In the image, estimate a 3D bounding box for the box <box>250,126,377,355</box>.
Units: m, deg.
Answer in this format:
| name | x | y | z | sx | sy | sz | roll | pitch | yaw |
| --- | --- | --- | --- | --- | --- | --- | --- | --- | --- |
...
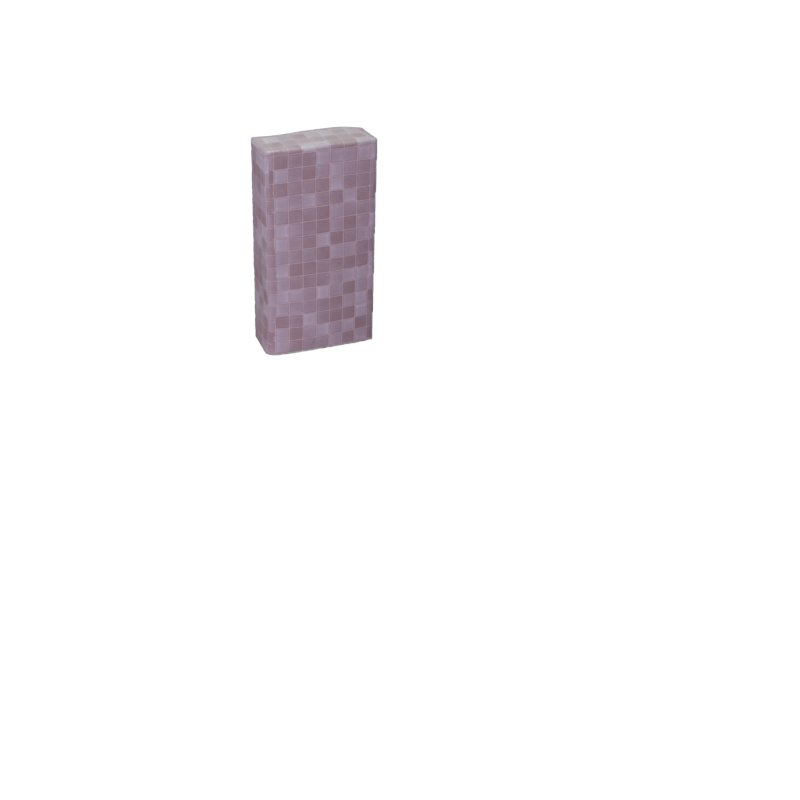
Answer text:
| name | x | y | z | sx | sy | sz | roll | pitch | yaw |
| --- | --- | --- | --- | --- | --- | --- | --- | --- | --- |
| box | -0.069 | -0.126 | 0.880 | 0.092 | 0.167 | 0.051 | -8 | 26 | -21 |
